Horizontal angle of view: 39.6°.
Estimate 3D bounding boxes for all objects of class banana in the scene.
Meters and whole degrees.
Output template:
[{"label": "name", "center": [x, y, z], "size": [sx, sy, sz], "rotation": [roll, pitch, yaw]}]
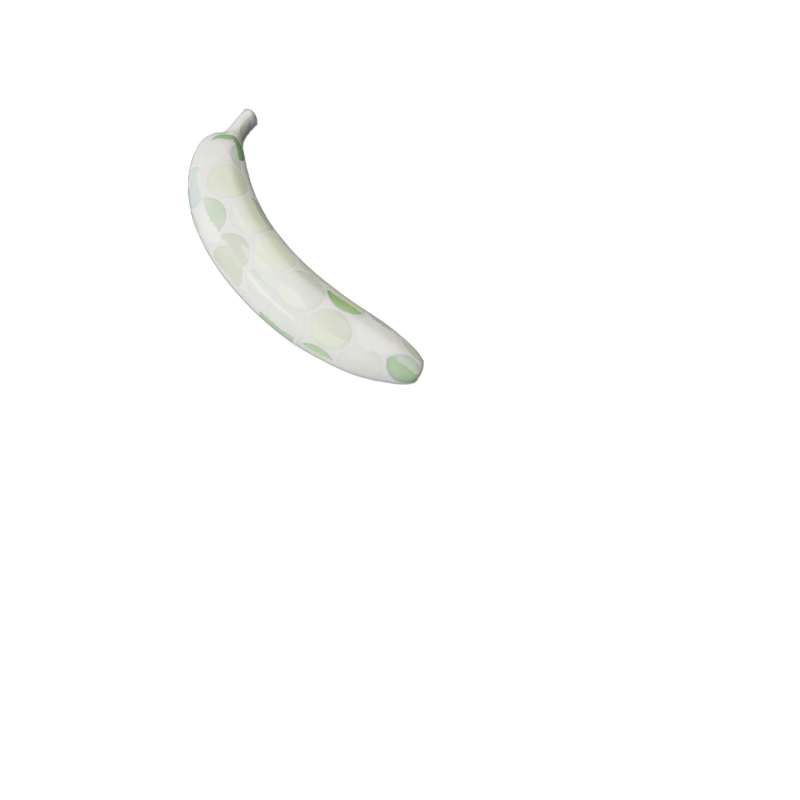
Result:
[{"label": "banana", "center": [-0.065, -0.081, 0.602], "size": [0.069, 0.210, 0.035], "rotation": [-27, -24, -13]}]
